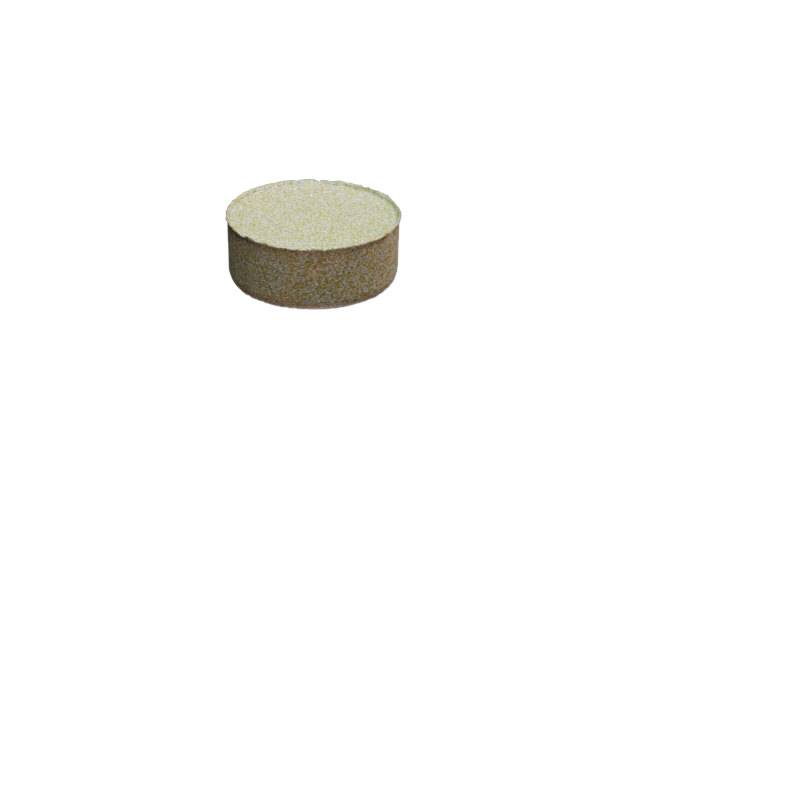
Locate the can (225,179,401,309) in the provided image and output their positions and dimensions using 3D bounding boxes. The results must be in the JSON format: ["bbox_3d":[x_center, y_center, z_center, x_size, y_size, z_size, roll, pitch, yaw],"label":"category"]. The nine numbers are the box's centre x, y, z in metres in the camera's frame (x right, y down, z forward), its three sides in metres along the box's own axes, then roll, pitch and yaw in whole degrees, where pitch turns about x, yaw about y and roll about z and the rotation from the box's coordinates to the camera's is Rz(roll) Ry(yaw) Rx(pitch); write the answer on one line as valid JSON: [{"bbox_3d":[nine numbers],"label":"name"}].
[{"bbox_3d":[-0.043,-0.078,0.548,0.086,0.032,0.091,-1,31,-2],"label":"can"}]
